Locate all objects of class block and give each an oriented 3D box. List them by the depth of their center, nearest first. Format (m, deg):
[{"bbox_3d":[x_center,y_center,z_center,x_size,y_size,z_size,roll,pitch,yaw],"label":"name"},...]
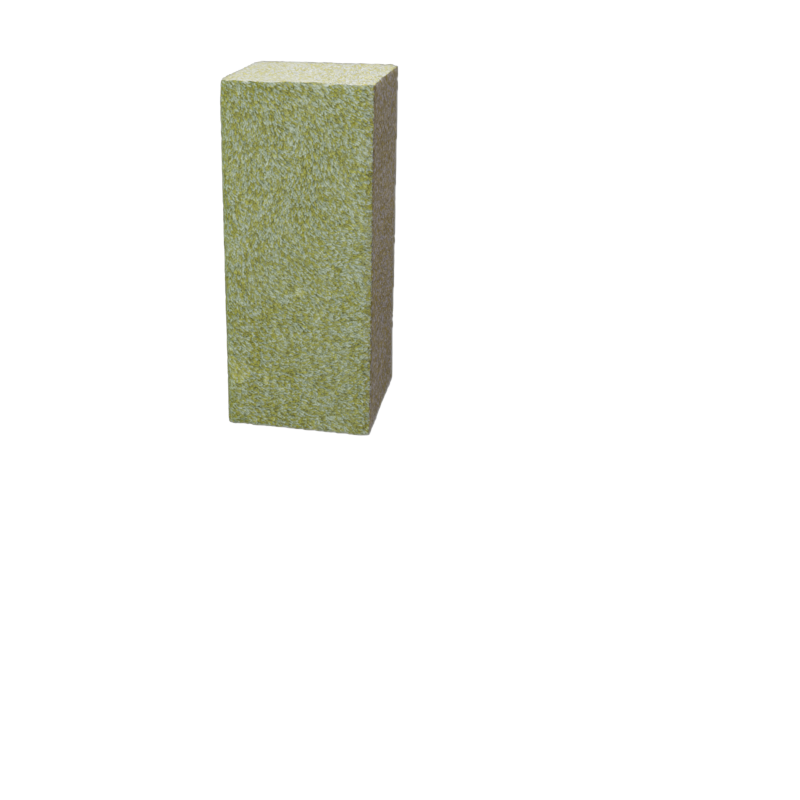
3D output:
[{"bbox_3d":[-0.053,-0.096,0.670,0.091,0.198,0.093,4,19,9],"label":"block"}]
